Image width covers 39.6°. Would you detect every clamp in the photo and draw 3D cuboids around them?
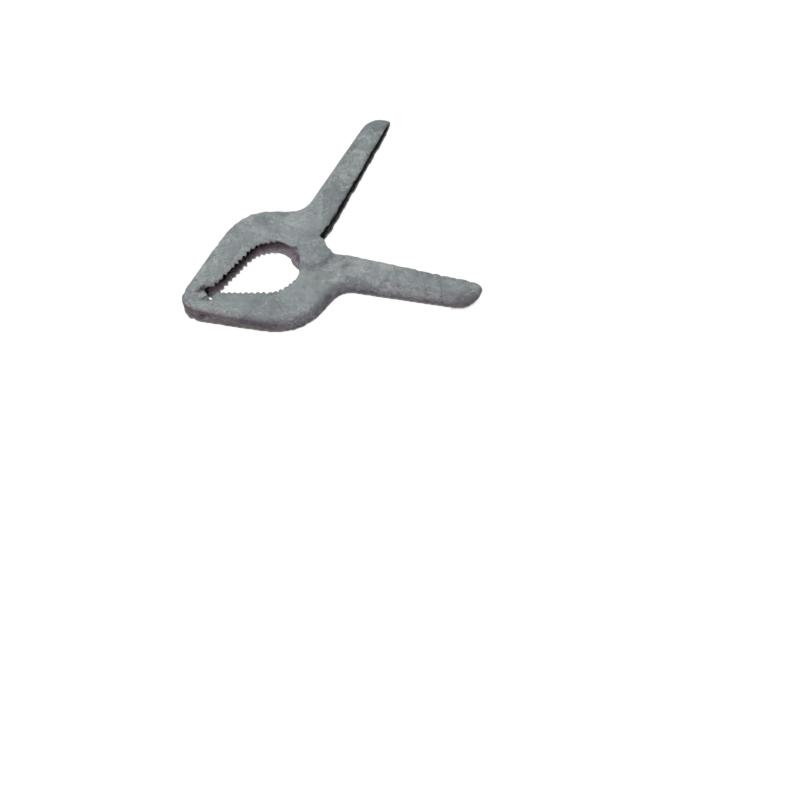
[{"bbox_3d":[-0.064,-0.117,0.822,0.209,0.174,0.034,-17,-23,-7],"label":"clamp"}]
